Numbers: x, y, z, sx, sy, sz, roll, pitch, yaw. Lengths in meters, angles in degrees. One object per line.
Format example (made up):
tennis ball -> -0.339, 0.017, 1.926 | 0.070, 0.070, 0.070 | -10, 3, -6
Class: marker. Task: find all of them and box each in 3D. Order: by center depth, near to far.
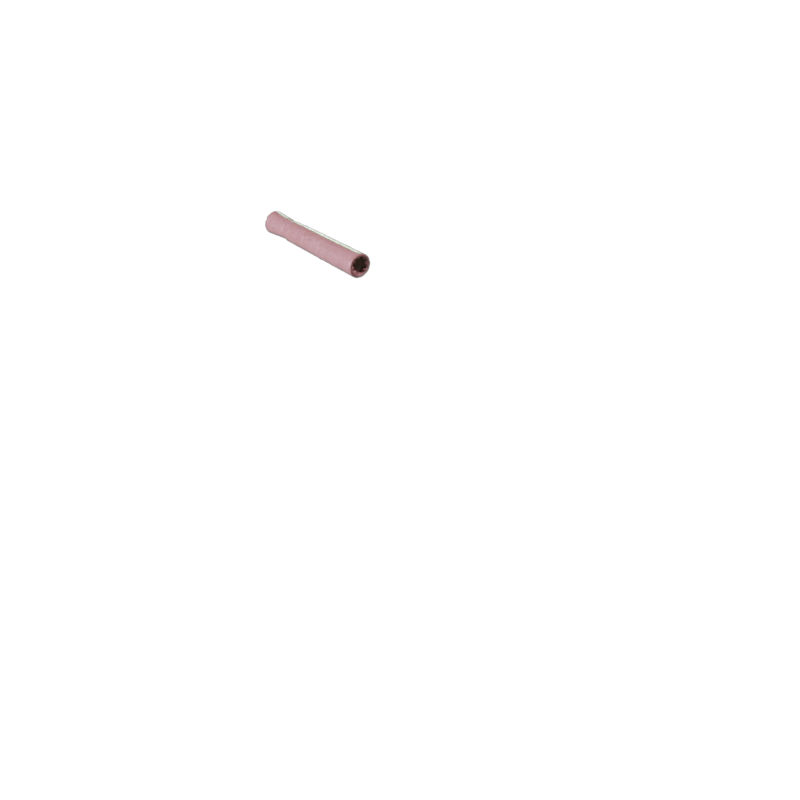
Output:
marker -> -0.066, -0.121, 0.846 | 0.019, 0.019, 0.129 | -3, 24, -38
